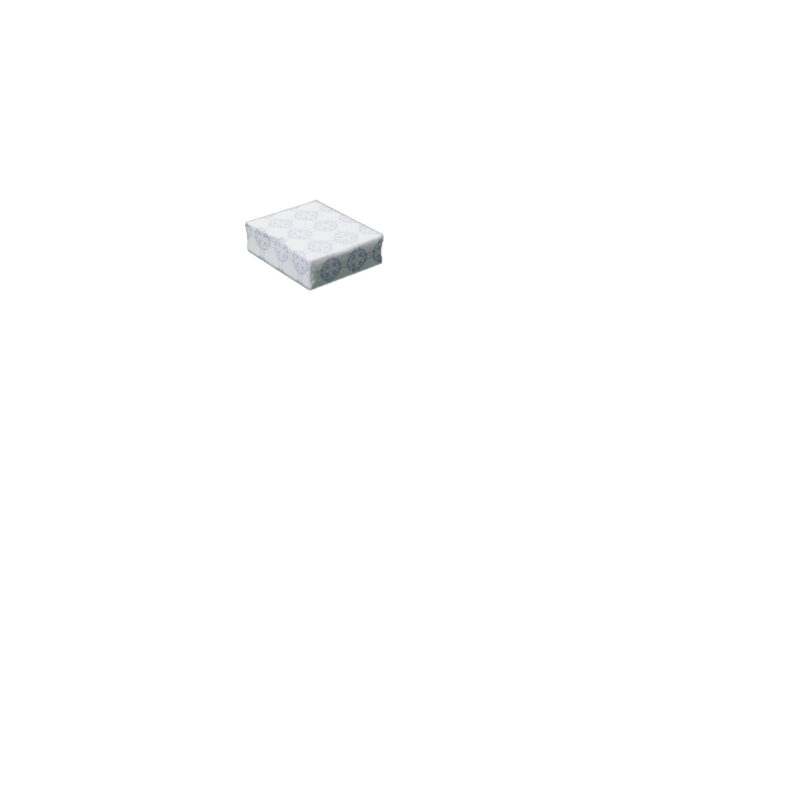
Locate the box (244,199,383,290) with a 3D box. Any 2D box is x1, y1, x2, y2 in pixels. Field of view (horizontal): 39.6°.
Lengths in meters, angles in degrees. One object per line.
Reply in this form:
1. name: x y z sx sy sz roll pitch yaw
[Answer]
1. box: -0.069 -0.126 0.882 0.072 0.028 0.096 -23 39 -32
